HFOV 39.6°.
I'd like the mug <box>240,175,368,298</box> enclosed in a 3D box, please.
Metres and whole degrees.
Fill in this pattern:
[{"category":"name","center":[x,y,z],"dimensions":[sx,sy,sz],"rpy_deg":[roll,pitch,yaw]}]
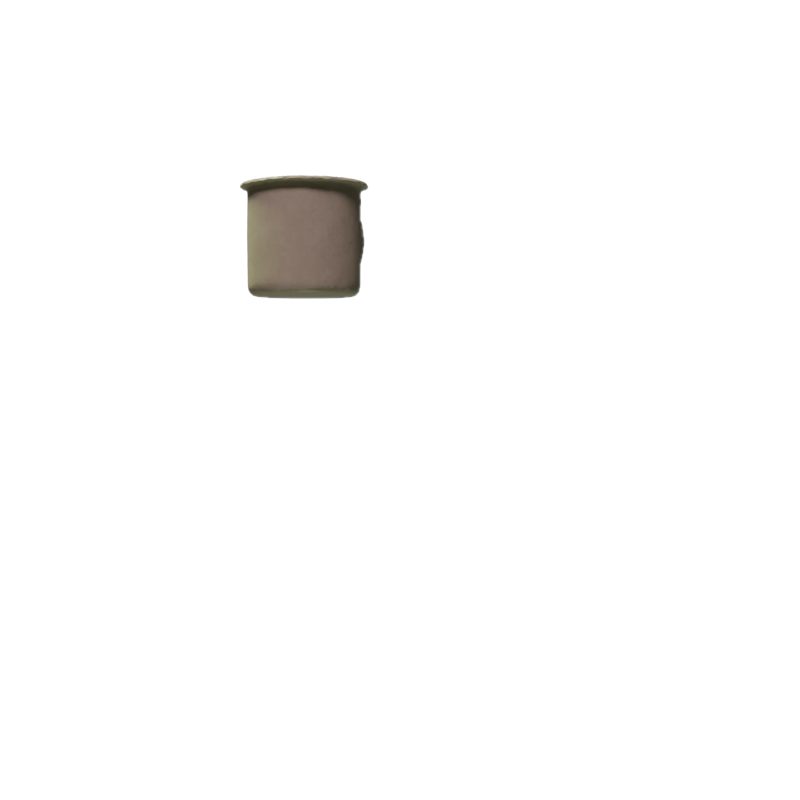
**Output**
[{"category":"mug","center":[-0.064,-0.116,0.812],"dimensions":[0.096,0.082,0.113],"rpy_deg":[-1,0,31]}]
